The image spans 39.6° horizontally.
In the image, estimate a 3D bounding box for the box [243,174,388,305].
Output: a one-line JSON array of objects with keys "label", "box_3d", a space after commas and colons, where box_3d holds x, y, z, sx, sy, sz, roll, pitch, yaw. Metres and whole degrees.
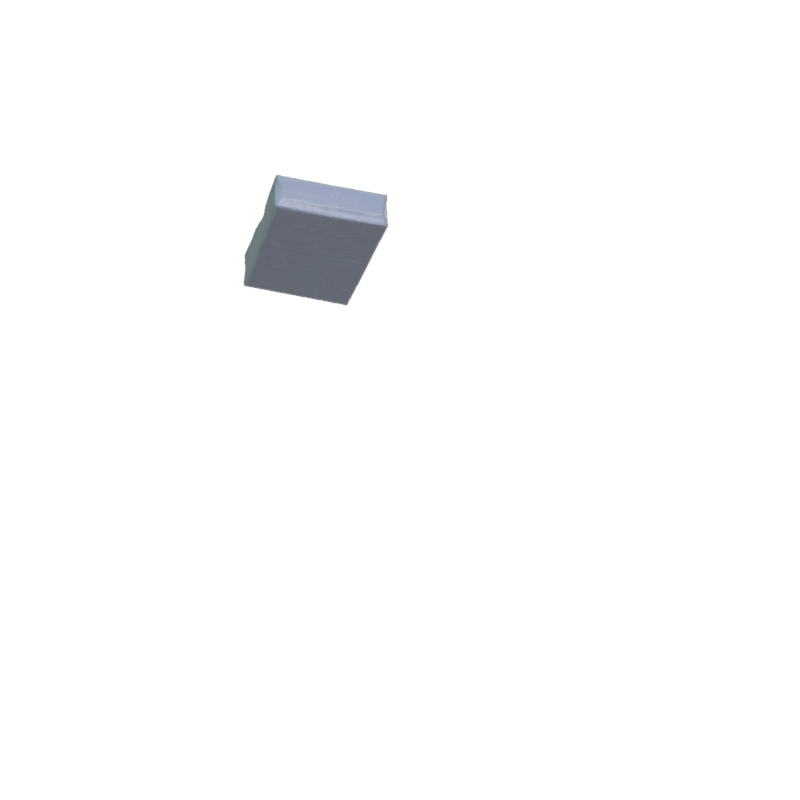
[{"label": "box", "box_3d": [-0.056, -0.102, 0.716, 0.071, 0.032, 0.085, 10, -35, -15]}]
